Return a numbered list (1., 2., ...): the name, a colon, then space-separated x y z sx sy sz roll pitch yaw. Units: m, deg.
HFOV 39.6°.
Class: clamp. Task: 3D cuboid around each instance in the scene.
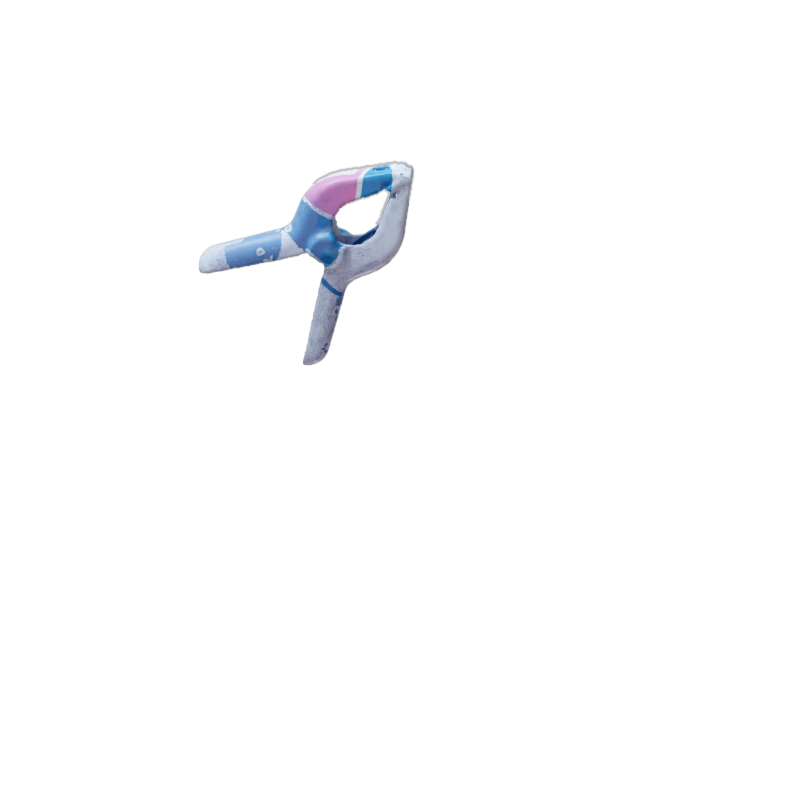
1. clamp: -0.063 -0.115 0.807 0.116 0.168 0.041 33 20 -15
